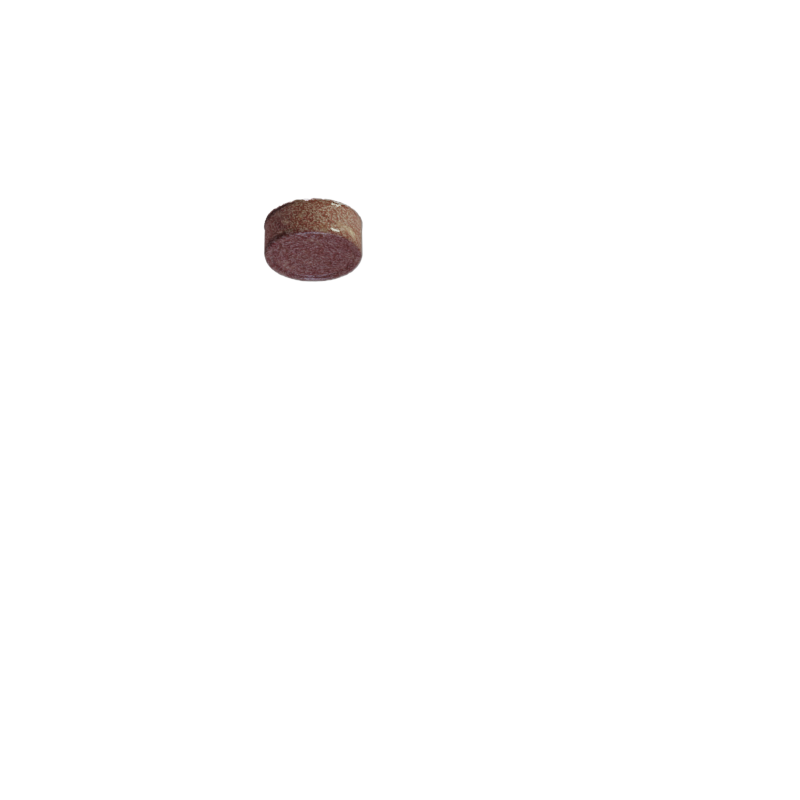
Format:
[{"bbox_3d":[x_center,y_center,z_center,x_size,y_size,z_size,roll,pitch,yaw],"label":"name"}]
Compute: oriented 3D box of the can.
[{"bbox_3d":[-0.075,-0.136,0.952,0.086,0.036,0.081,1,-27,-2],"label":"can"}]
